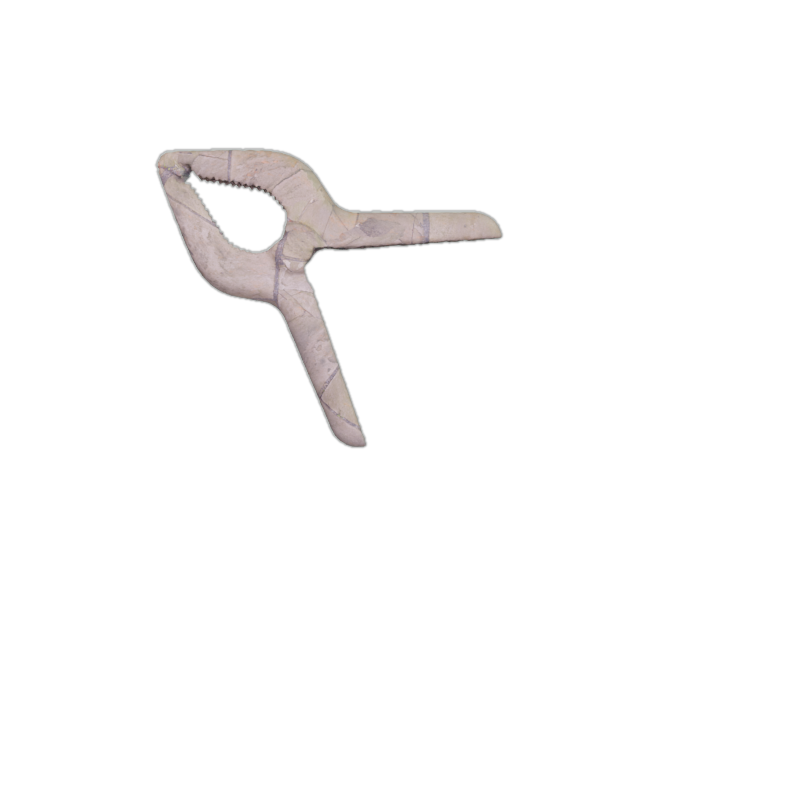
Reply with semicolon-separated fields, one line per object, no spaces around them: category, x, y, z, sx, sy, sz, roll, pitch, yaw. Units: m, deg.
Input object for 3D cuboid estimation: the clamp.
clamp;-0.054;-0.098;0.686;0.212;0.165;0.036;40;-5;4
